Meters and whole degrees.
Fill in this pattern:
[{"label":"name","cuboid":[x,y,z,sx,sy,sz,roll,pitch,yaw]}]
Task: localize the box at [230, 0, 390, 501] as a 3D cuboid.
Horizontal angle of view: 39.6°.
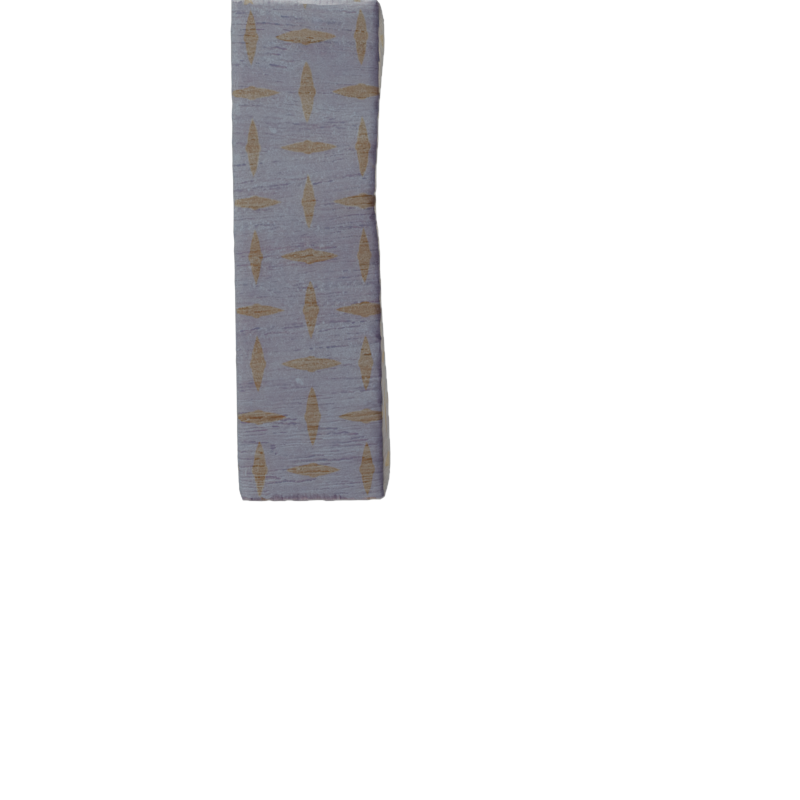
[{"label":"box","cuboid":[-0.043,-0.078,0.543,0.072,0.211,0.167,0,7,-4]}]
